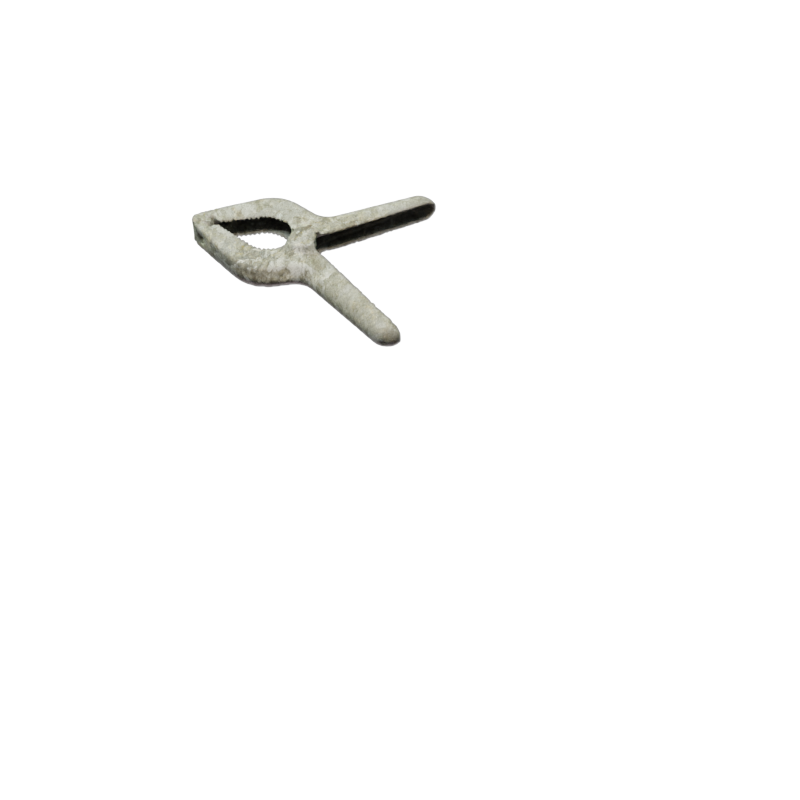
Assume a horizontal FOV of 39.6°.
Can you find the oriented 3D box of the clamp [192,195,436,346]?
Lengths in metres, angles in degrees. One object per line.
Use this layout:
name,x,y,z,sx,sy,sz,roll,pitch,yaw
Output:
clamp,-0.076,-0.138,0.965,0.216,0.172,0.034,16,-38,13
